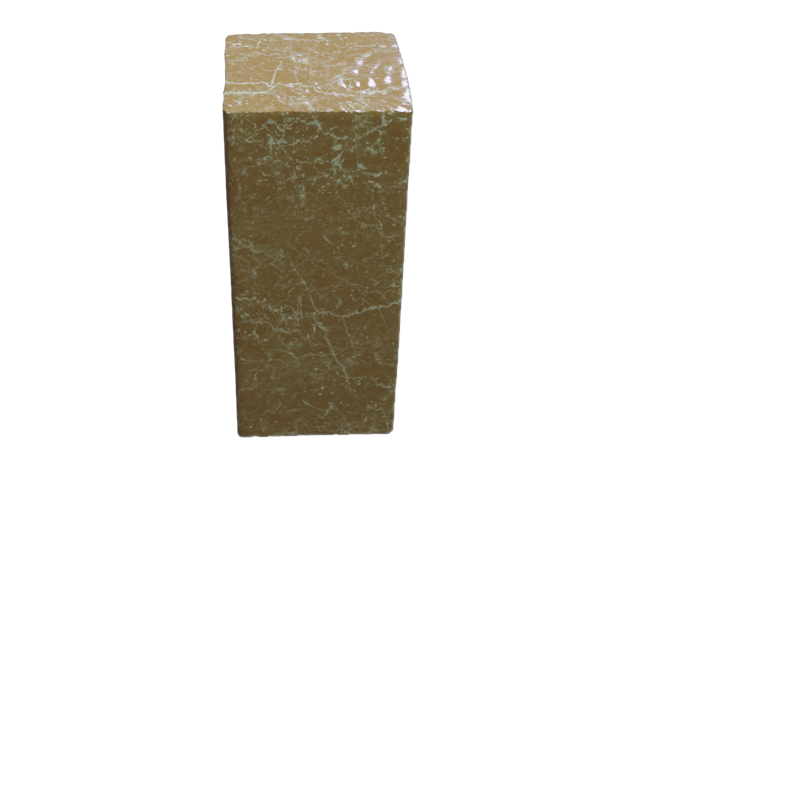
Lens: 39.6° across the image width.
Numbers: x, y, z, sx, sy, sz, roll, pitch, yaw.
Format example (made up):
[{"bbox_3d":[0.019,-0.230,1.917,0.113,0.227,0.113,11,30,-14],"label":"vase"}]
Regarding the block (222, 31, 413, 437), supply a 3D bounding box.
[{"bbox_3d":[-0.047,-0.086,0.602,0.090,0.193,0.097,-1,38,-5],"label":"block"}]
